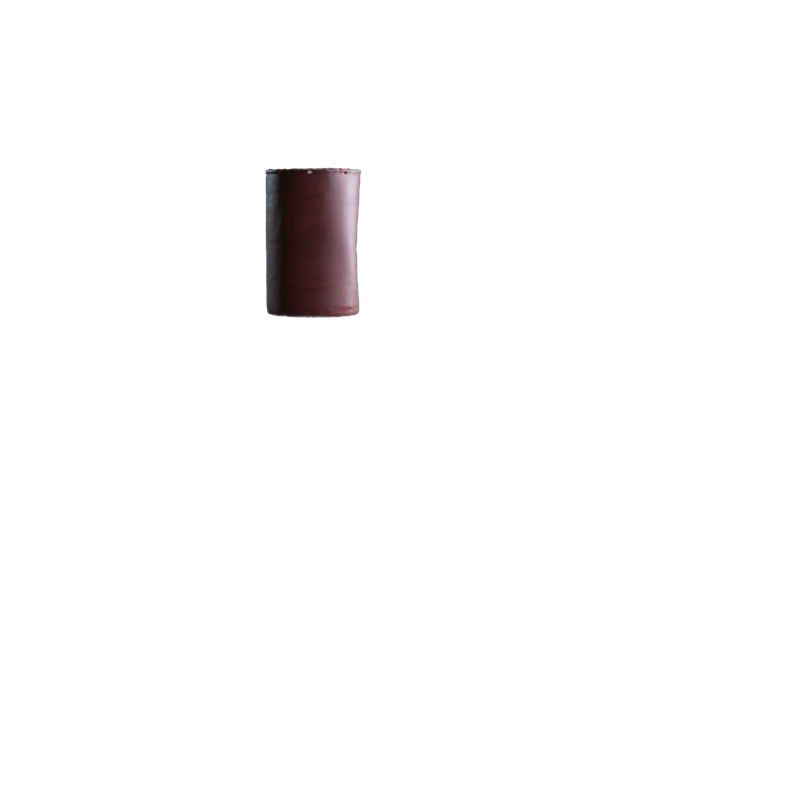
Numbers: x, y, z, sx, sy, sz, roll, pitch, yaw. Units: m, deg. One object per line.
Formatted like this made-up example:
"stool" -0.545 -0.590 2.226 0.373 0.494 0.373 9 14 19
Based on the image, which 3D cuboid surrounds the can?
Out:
"can" -0.061 -0.112 0.784 0.068 0.102 0.069 0 4 -2
